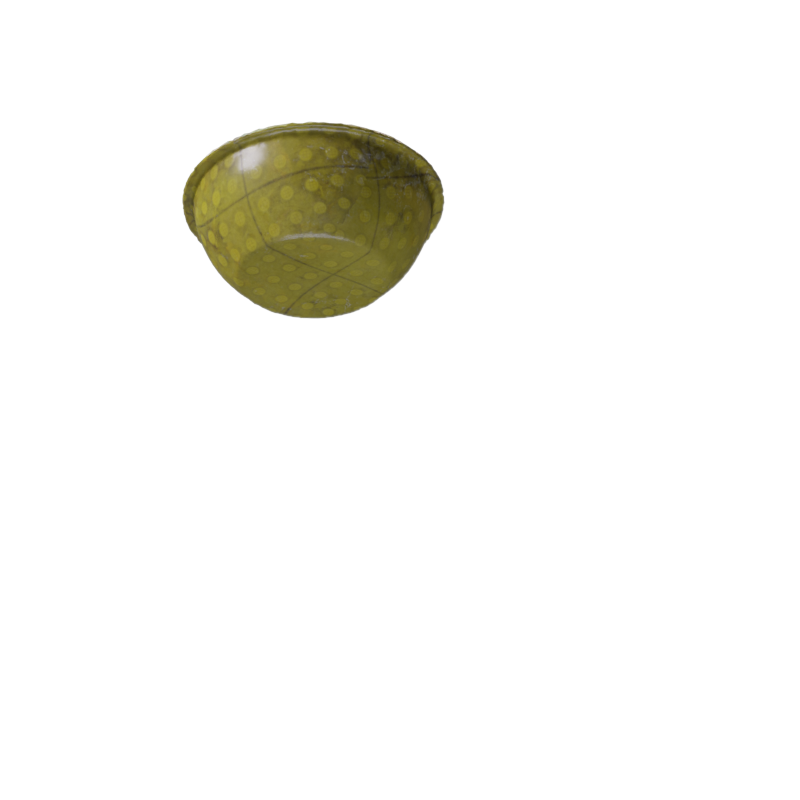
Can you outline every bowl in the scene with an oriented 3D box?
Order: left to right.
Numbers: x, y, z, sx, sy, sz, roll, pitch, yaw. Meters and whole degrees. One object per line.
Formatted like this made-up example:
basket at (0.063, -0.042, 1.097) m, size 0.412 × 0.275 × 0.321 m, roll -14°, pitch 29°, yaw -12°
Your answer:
bowl at (-0.052, -0.096, 0.670) m, size 0.162 × 0.059 × 0.152 m, roll 1°, pitch -29°, yaw -2°
